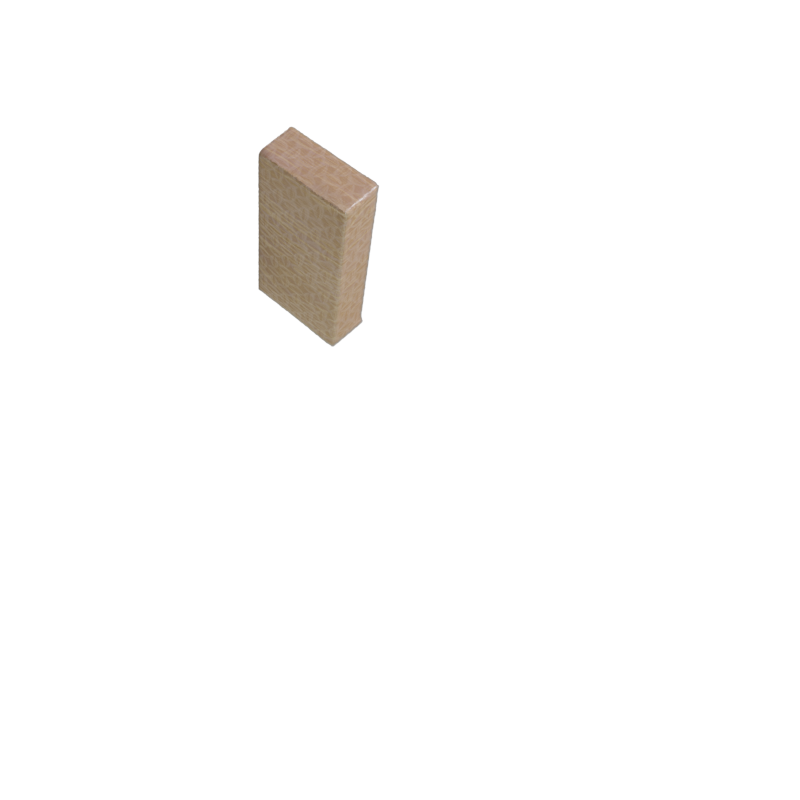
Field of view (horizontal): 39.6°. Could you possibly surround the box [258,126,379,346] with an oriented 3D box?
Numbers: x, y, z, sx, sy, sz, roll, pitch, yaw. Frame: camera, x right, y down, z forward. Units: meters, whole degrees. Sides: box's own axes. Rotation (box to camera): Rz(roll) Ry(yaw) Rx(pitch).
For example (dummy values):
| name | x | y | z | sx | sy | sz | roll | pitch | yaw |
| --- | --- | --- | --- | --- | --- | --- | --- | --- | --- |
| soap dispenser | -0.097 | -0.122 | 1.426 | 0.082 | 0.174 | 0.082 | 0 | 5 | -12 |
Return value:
| name | x | y | z | sx | sy | sz | roll | pitch | yaw |
| --- | --- | --- | --- | --- | --- | --- | --- | --- | --- |
| box | -0.071 | -0.128 | 0.897 | 0.098 | 0.049 | 0.165 | 38 | -27 | 20 |
